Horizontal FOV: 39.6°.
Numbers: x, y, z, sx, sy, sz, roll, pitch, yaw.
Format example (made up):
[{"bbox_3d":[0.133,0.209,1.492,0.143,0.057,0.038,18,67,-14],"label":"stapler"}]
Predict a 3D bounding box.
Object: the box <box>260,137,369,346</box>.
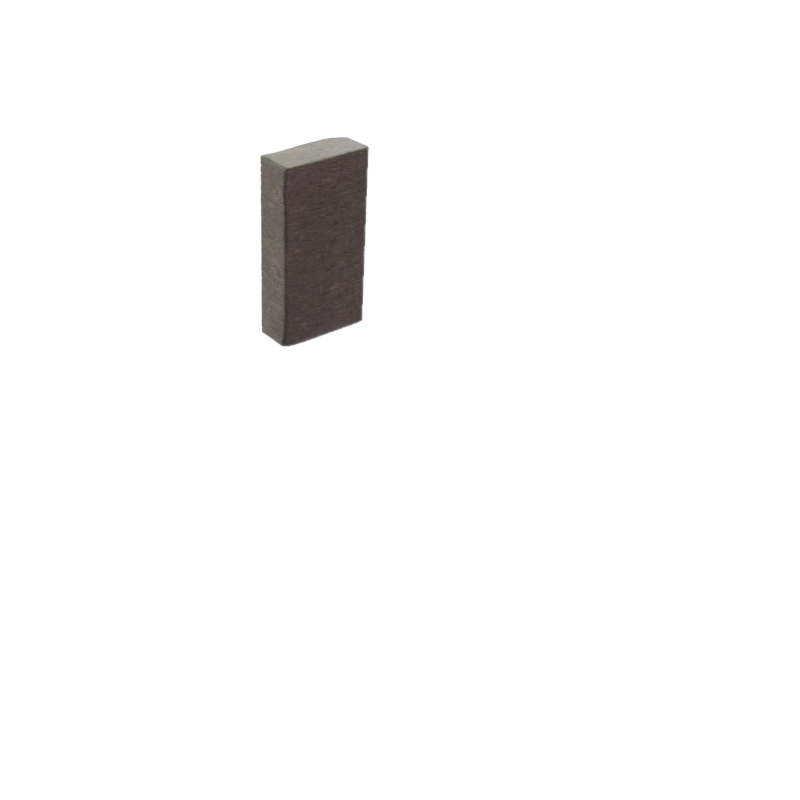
[{"bbox_3d":[-0.078,-0.142,0.992,0.092,0.167,0.051,-19,32,-36],"label":"box"}]
